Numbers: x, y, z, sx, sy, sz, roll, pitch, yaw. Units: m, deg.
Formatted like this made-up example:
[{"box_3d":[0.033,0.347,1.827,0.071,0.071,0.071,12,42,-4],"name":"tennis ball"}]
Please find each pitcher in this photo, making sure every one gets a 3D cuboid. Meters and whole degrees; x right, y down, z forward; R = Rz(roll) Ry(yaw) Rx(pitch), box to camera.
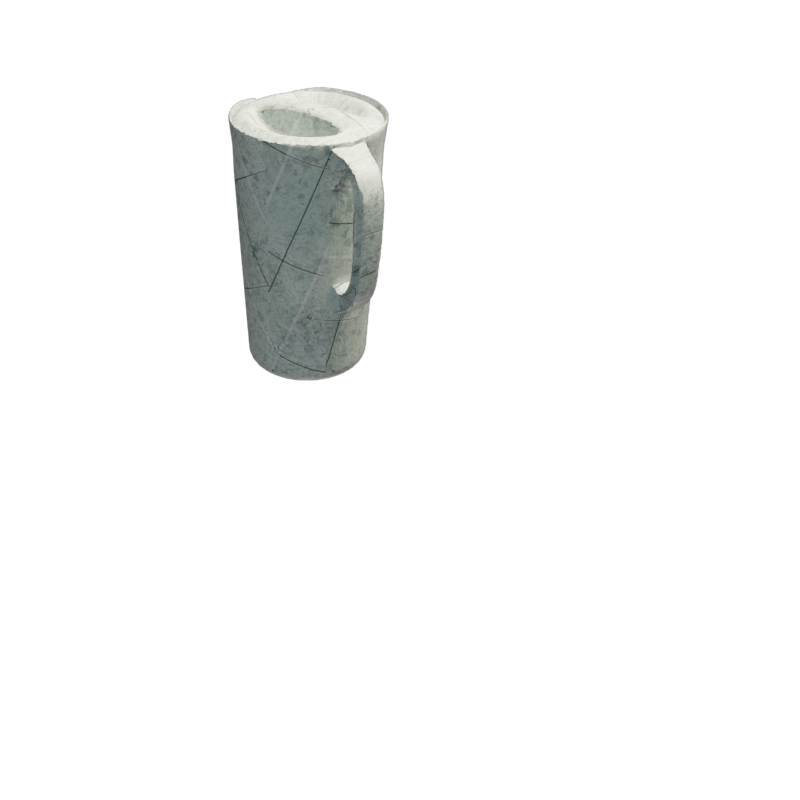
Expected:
[{"box_3d":[-0.075,-0.137,0.960,0.148,0.229,0.156,8,31,10],"name":"pitcher"}]
